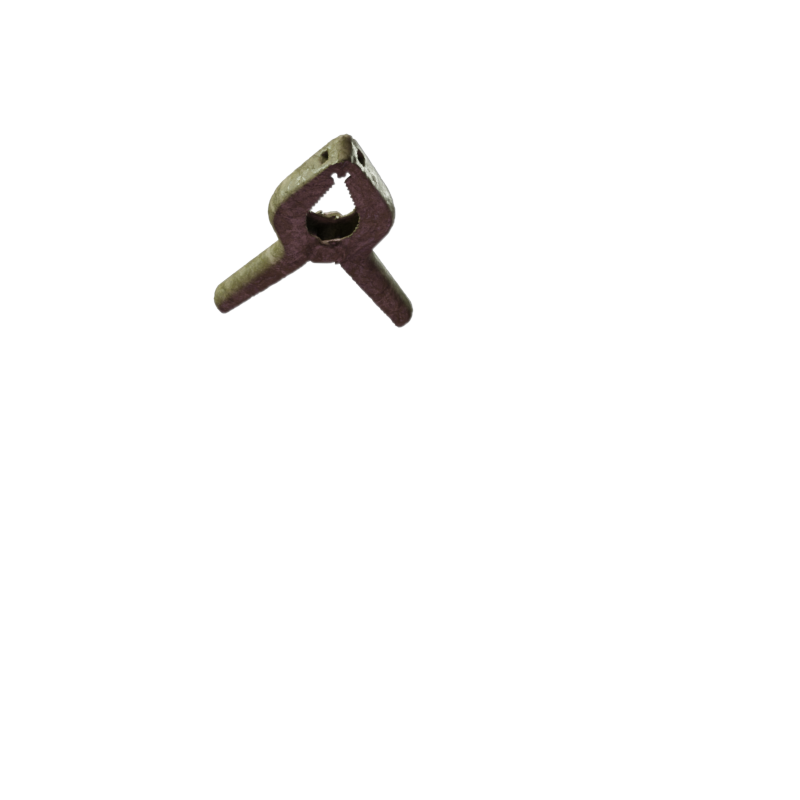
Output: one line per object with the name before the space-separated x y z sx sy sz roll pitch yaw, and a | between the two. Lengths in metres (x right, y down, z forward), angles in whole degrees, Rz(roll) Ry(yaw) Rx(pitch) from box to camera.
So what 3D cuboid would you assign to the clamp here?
clamp | -0.067 -0.122 0.853 0.164 0.039 0.196 1 -33 -2
